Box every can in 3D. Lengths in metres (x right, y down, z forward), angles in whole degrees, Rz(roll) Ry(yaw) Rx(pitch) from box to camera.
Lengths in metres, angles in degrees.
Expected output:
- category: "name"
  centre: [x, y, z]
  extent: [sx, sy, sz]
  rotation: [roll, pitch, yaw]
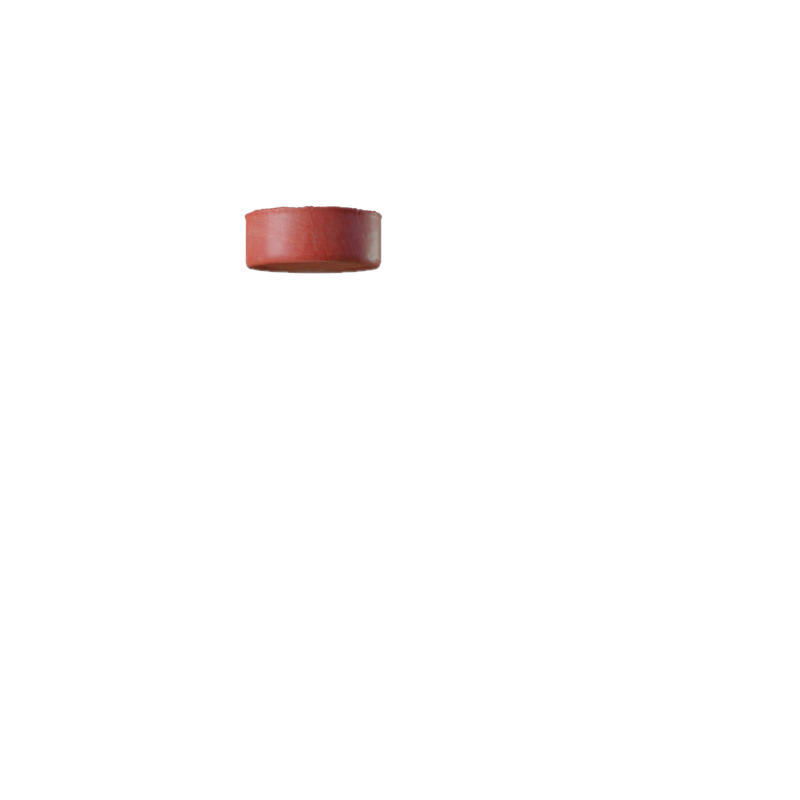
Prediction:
- category: "can"
  centre: [-0.054, -0.099, 0.690]
  extent: [0.086, 0.034, 0.085]
  rotation: [0, 1, -2]
